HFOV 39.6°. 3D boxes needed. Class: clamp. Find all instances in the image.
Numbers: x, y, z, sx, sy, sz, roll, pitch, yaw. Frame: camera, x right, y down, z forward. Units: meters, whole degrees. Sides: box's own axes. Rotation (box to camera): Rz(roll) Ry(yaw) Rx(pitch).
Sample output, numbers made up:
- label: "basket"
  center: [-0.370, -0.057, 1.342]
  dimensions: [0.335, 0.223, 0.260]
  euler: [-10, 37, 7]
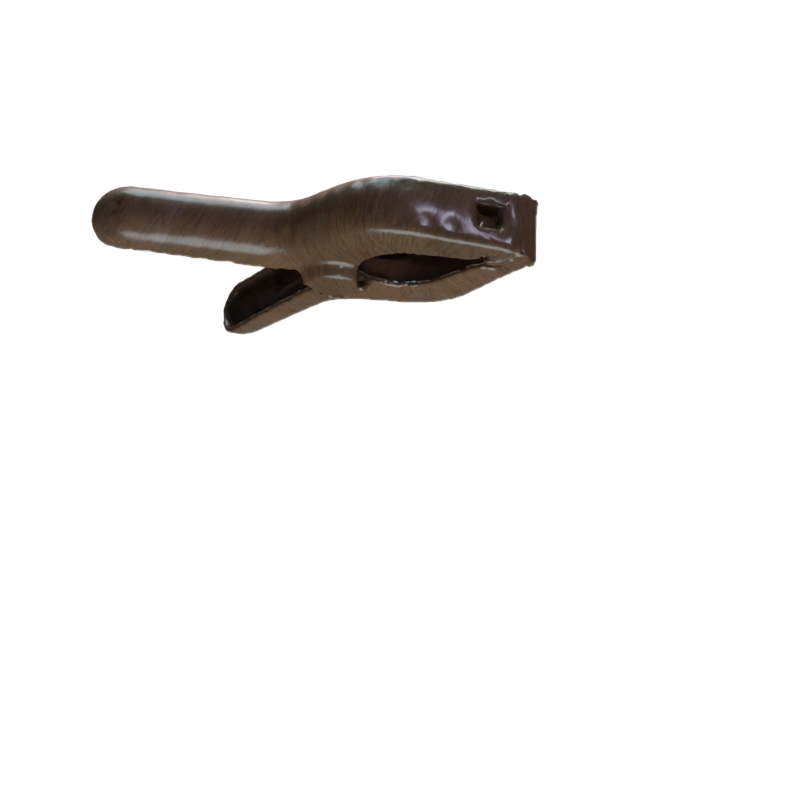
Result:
- label: "clamp"
  center: [-0.035, -0.064, 0.445]
  dimensions: [0.175, 0.041, 0.113]
  euler: [-9, -17, 31]
